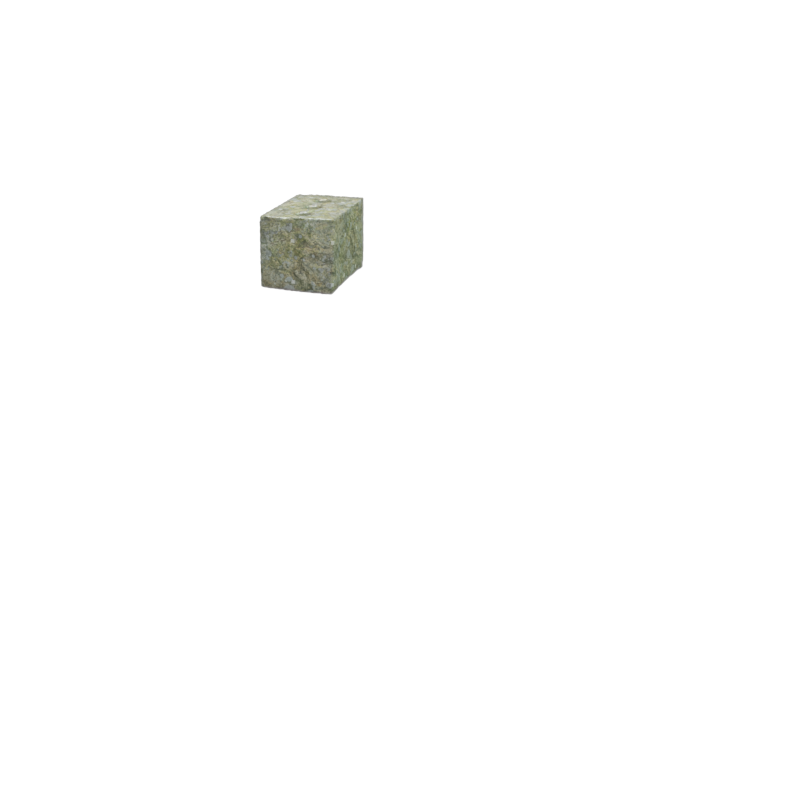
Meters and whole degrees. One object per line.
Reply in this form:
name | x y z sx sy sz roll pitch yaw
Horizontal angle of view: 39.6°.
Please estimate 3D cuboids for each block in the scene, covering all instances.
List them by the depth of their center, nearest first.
block | -0.060 -0.110 0.767 0.054 0.049 0.079 5 20 13
